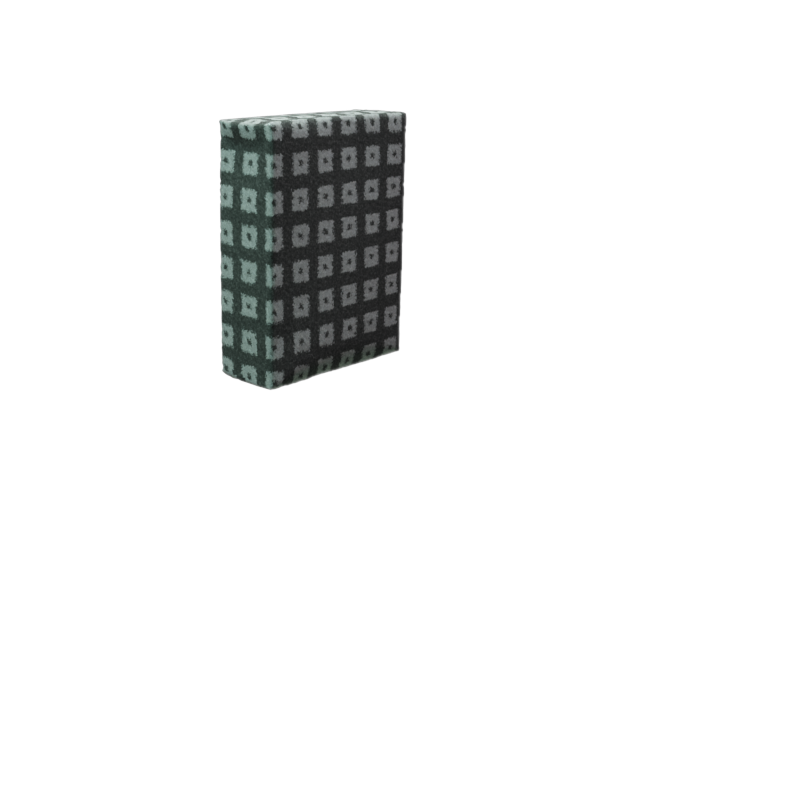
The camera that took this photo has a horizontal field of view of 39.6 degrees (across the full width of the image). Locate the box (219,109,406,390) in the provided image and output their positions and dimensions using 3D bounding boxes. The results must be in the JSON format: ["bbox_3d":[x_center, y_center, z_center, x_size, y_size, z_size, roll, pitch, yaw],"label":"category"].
[{"bbox_3d":[-0.073,-0.133,0.932,0.075,0.208,0.160,10,17,40],"label":"box"}]
